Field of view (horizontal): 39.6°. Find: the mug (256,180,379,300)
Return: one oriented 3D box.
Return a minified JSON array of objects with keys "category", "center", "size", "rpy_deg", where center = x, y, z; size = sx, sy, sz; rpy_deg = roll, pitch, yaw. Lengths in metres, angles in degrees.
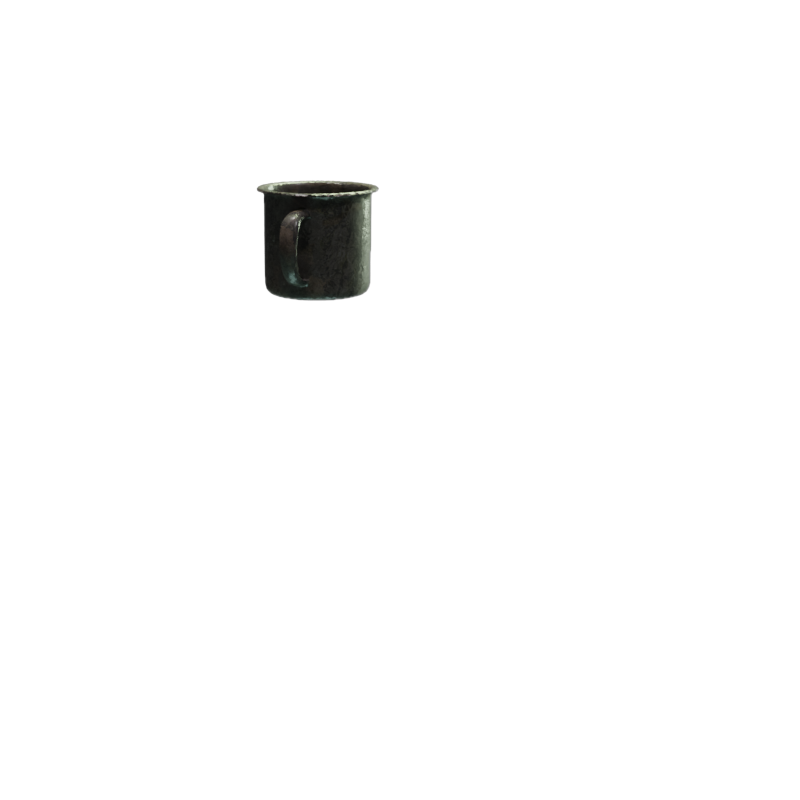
[{"category":"mug","center":[-0.066,-0.120,0.839],"size":[0.095,0.079,0.118],"rpy_deg":[3,15,12]}]
